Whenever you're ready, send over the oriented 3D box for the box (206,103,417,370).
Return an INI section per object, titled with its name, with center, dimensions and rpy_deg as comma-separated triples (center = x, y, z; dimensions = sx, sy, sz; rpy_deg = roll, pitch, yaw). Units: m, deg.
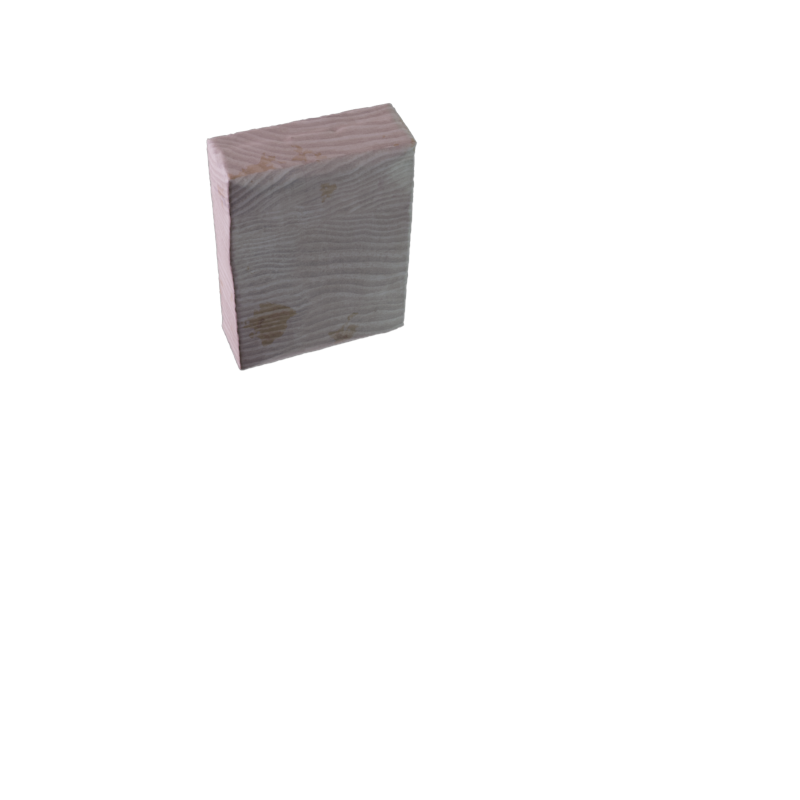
[box]
center = -0.075, -0.137, 0.960
dimensions = 0.162, 0.199, 0.078
rpy_deg = -14, 47, -16
